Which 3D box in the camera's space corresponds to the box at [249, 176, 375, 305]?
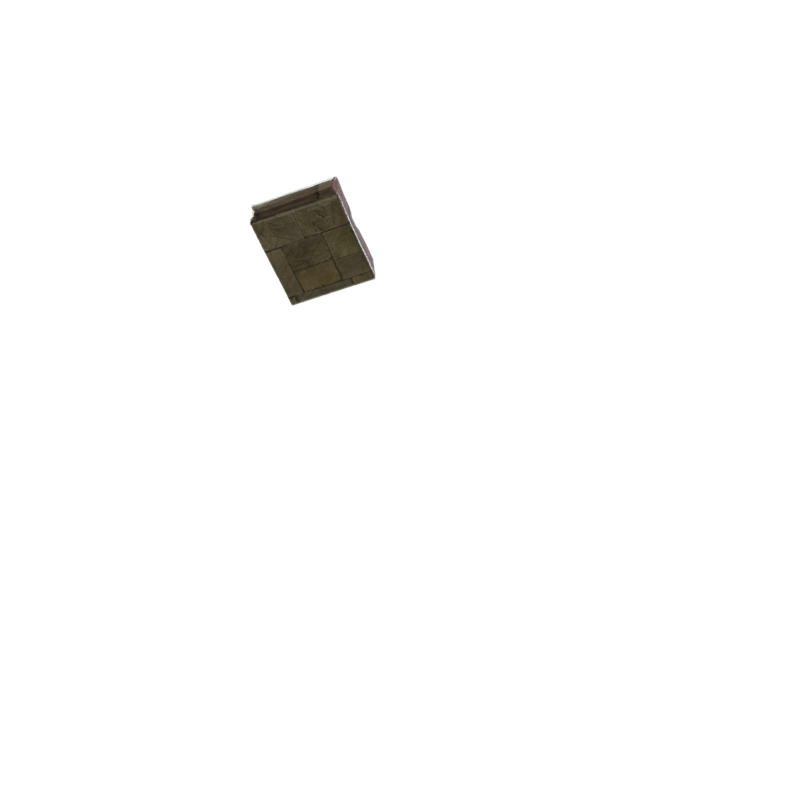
[{"bbox_3d":[-0.069,-0.126,0.878,0.073,0.083,0.032,-18,33,11],"label":"box"}]
